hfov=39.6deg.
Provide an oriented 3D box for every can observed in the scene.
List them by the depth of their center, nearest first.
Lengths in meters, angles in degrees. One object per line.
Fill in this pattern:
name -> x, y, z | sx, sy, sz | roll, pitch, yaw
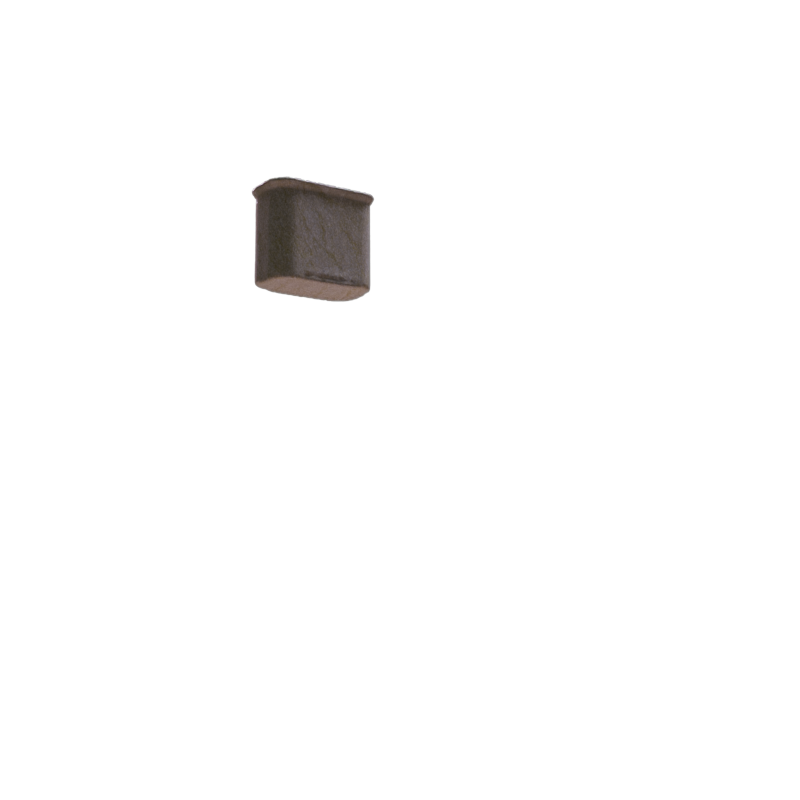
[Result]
can -> -0.072, -0.131, 0.920 | 0.097, 0.087, 0.058 | 7, -16, -33
